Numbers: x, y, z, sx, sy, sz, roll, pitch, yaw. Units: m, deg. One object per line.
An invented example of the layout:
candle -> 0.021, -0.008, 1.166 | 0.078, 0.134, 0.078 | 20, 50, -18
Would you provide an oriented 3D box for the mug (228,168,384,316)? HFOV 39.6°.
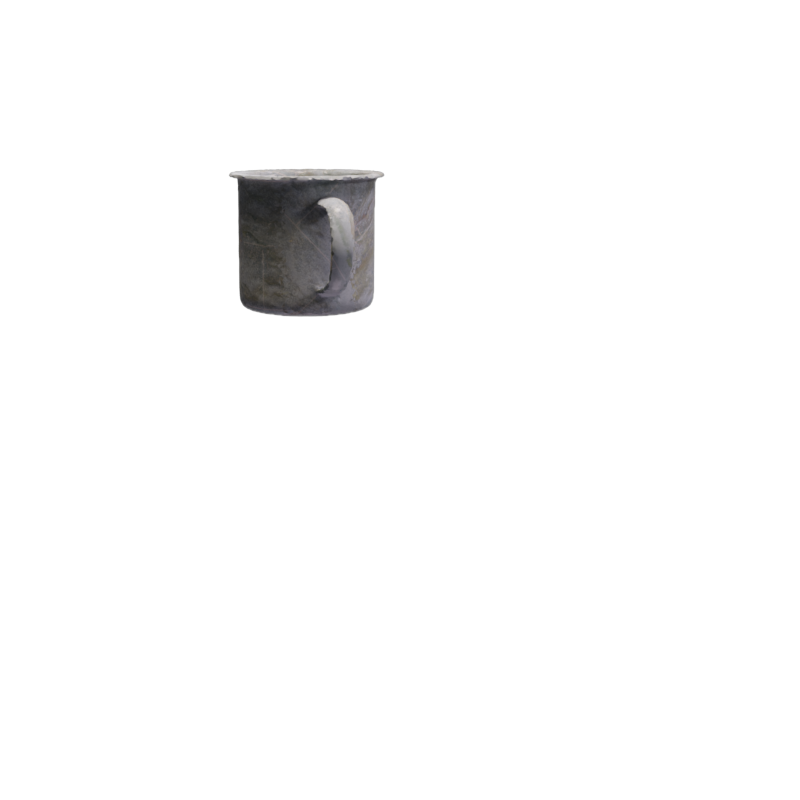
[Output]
mug -> -0.051, -0.094, 0.655 | 0.091, 0.080, 0.123 | -4, 13, -22
